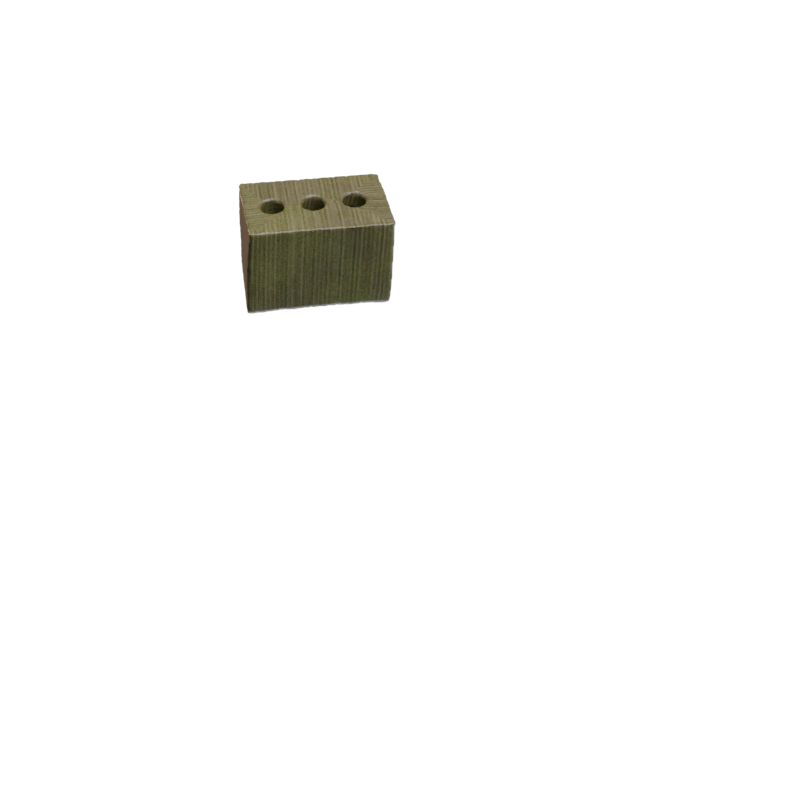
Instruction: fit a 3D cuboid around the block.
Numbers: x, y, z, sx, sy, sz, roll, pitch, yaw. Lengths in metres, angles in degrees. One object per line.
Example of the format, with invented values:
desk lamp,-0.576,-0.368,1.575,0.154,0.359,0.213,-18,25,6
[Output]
block,-0.046,-0.085,0.594,0.077,0.048,0.057,-6,40,-8
